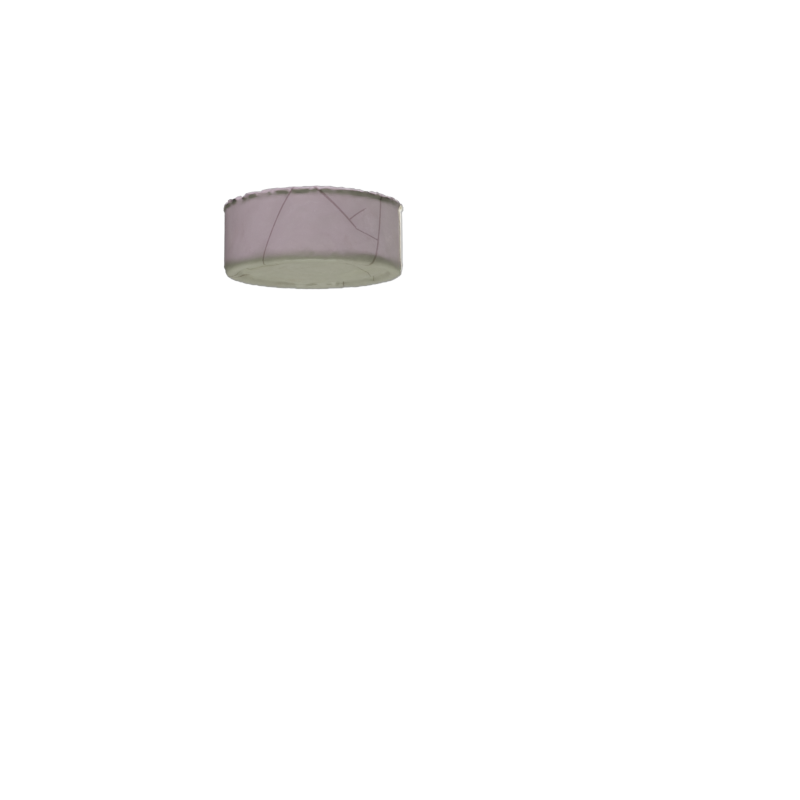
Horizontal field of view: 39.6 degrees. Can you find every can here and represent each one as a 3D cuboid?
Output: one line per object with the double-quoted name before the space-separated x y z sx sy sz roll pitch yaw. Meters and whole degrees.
"can" -0.041 -0.075 0.526 0.086 0.034 0.084 0 -4 -2
